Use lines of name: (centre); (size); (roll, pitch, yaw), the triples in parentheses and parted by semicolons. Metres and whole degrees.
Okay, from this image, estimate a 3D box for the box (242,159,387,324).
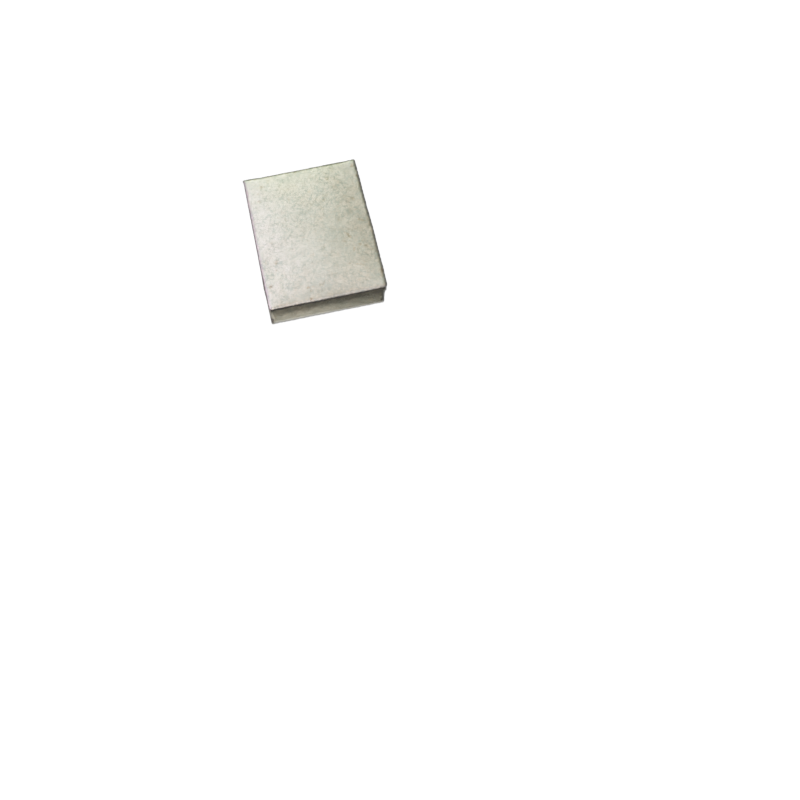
box: (-0.066, -0.121, 0.850); (0.089, 0.120, 0.037); (-12, -24, -6)
